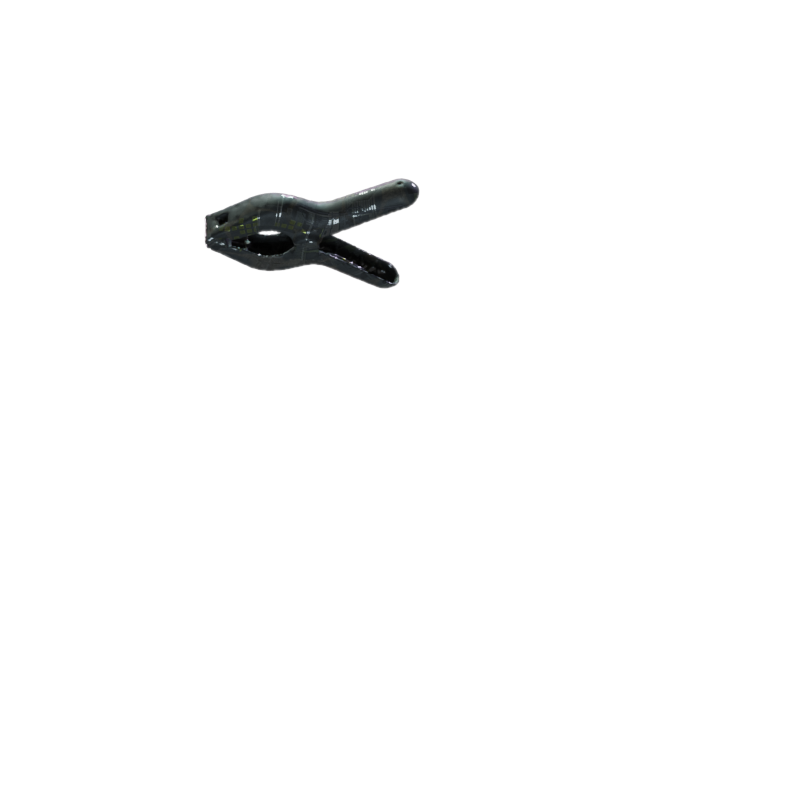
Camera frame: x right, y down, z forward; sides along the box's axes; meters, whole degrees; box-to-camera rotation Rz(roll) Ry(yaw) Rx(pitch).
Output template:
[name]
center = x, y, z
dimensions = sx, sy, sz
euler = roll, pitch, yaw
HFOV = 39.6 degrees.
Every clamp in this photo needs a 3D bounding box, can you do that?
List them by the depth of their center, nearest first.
[clamp]
center = -0.070, -0.129, 0.901
dimensions = 0.172, 0.042, 0.111
euler = -2, -43, 2
